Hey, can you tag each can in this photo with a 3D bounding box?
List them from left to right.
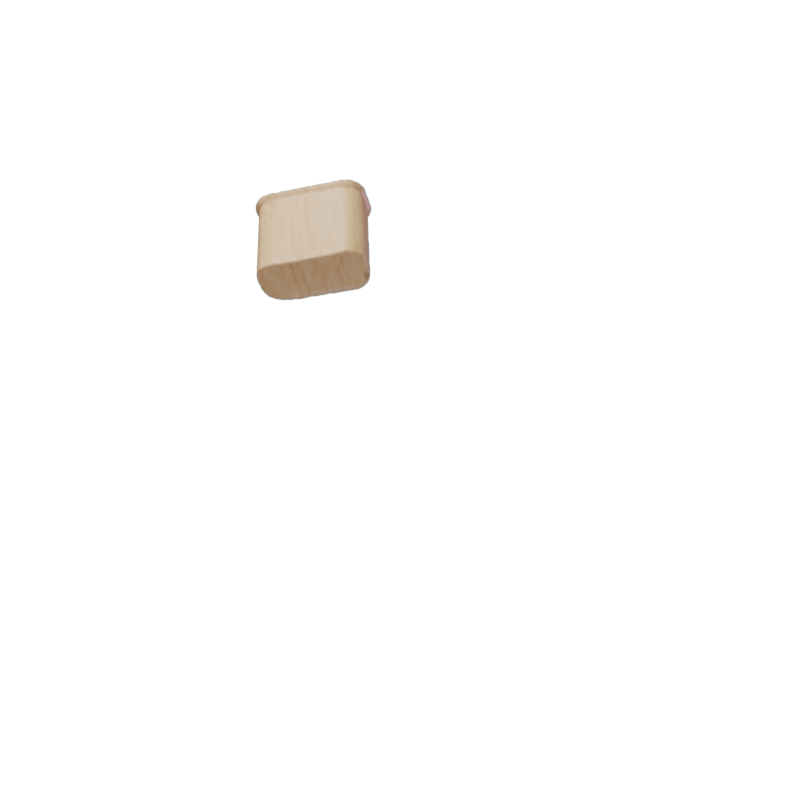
[{"bbox_3d":[-0.076,-0.139,0.976,0.103,0.090,0.053,-10,-39,10],"label":"can"}]
